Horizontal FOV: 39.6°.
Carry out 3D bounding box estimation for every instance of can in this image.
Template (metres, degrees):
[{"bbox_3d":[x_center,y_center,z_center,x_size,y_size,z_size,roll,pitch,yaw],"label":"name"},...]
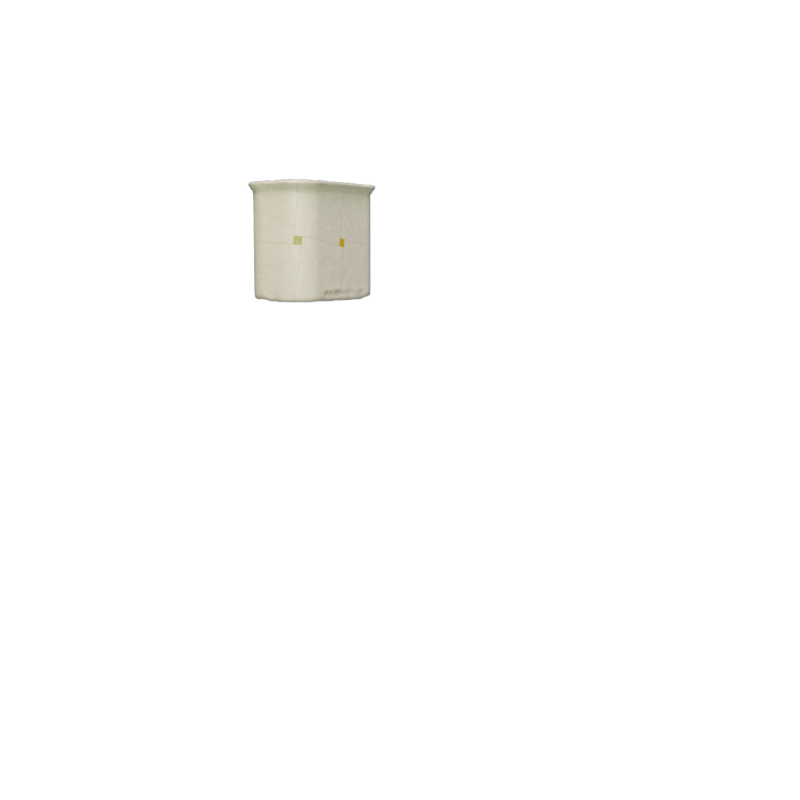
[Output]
[{"bbox_3d":[-0.062,-0.114,0.796,0.060,0.084,0.099,1,4,33],"label":"can"}]
